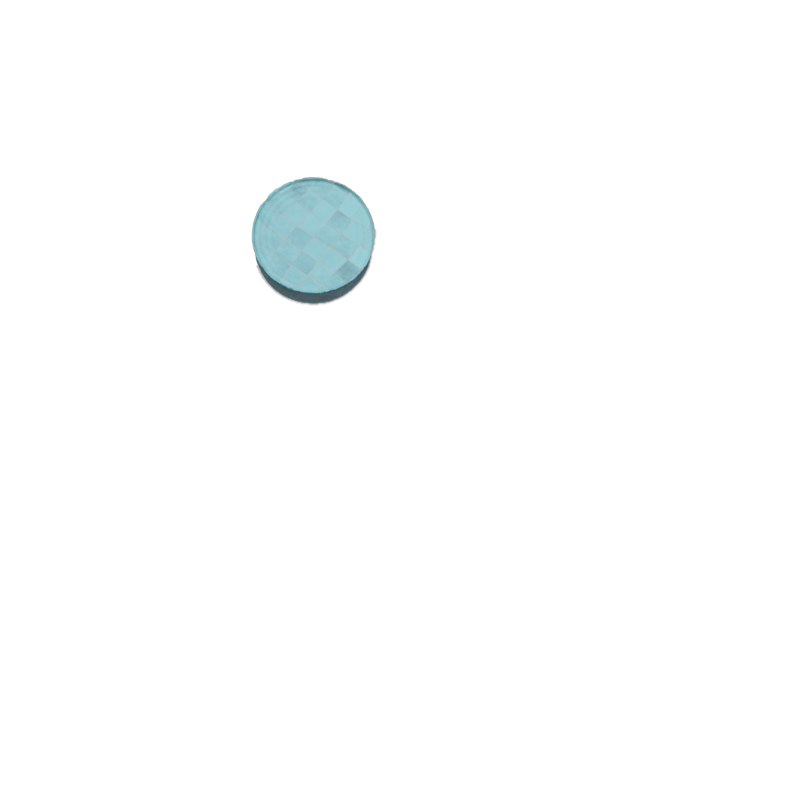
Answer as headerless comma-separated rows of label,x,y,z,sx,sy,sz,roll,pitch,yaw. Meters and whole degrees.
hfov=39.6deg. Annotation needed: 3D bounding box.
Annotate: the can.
can,-0.061,-0.112,0.784,0.086,0.090,0.032,-1,-18,-1
